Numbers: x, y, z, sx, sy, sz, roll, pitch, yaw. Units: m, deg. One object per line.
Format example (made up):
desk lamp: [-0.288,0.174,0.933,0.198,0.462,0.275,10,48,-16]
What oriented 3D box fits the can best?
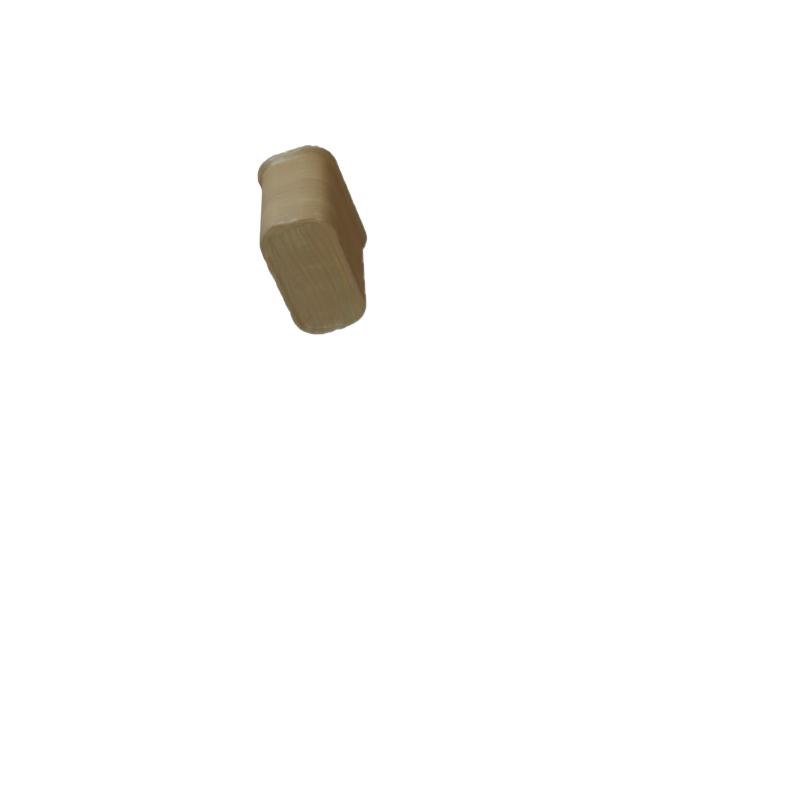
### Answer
can: [-0.059,-0.108,0.757,0.058,0.094,0.090,-16,39,10]
